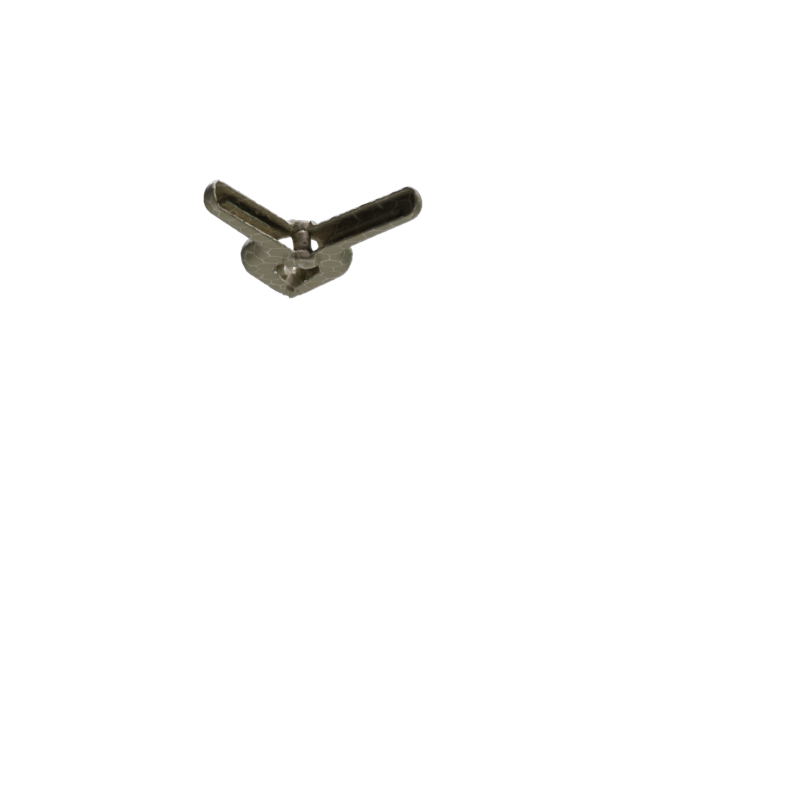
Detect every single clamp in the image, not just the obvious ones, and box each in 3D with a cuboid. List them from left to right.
[{"bbox_3d":[-0.071,-0.130,0.911,0.164,0.038,0.202,1,-14,-3],"label":"clamp"}]
